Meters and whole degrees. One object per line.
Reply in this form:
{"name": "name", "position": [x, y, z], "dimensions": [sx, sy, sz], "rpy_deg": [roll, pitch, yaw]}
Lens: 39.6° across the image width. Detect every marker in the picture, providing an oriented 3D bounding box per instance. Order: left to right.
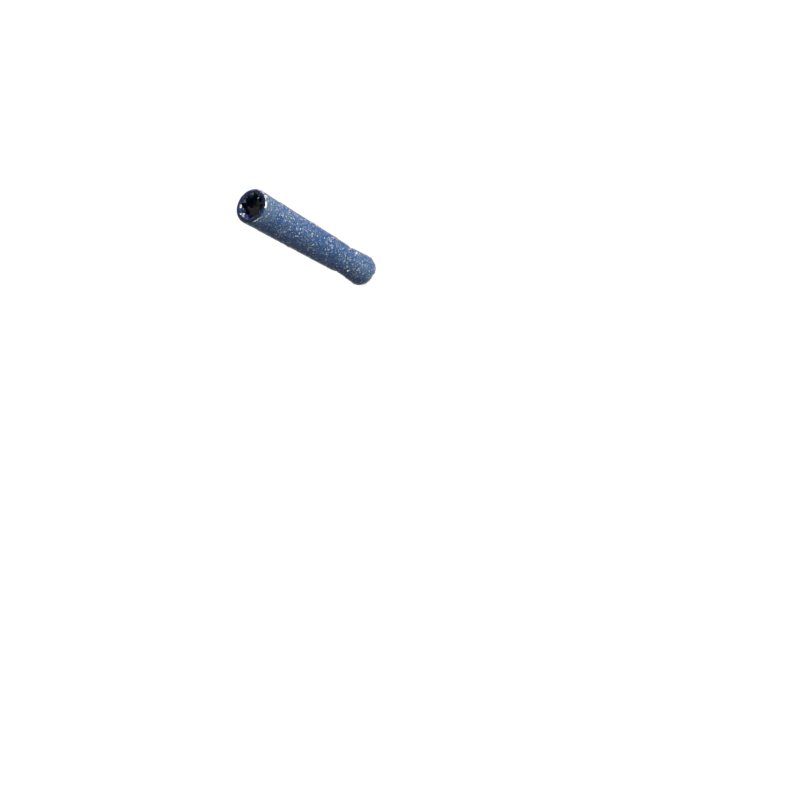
{"name": "marker", "position": [-0.048, -0.087, 0.611], "dimensions": [0.020, 0.020, 0.113], "rpy_deg": [3, -11, 31]}
